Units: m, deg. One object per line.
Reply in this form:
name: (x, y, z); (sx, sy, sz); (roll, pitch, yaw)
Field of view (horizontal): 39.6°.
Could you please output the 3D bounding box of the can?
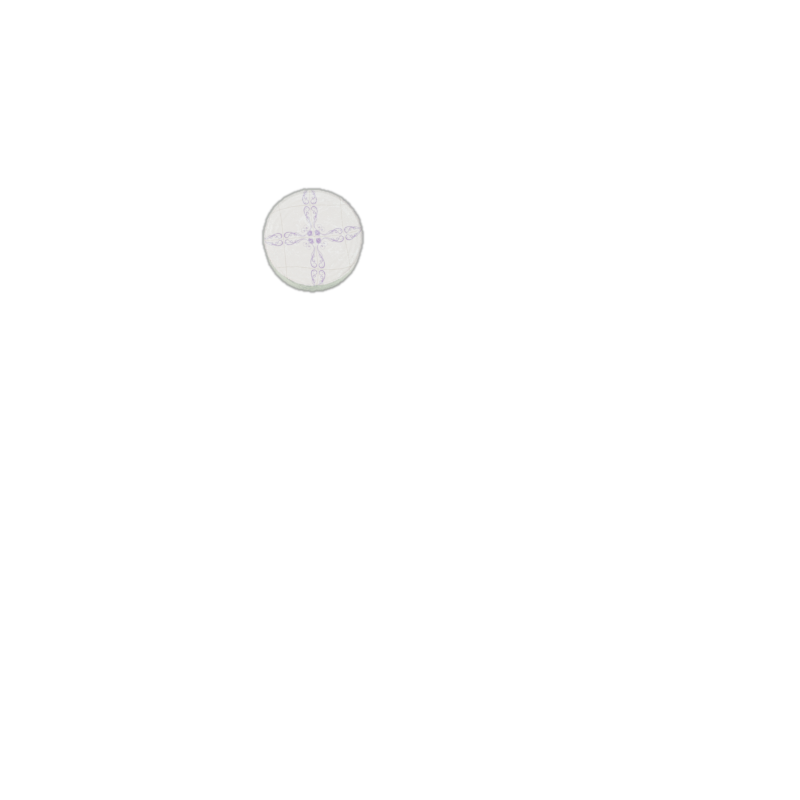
can: (-0.076, -0.138, 0.965); (0.086, 0.089, 0.032); (0, -14, -1)
